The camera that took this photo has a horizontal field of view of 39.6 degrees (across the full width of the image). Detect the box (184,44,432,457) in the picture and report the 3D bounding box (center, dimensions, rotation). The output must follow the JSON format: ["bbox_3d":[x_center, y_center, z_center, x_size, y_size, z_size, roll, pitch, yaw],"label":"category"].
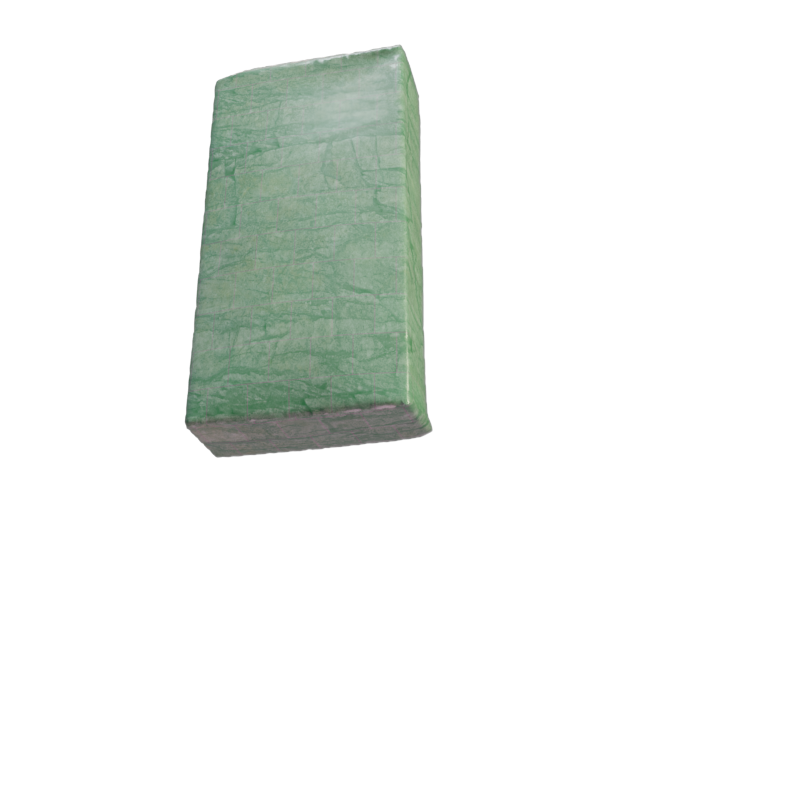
[{"bbox_3d":[-0.038,-0.068,0.478,0.094,0.187,0.045,-8,-28,12],"label":"box"}]
